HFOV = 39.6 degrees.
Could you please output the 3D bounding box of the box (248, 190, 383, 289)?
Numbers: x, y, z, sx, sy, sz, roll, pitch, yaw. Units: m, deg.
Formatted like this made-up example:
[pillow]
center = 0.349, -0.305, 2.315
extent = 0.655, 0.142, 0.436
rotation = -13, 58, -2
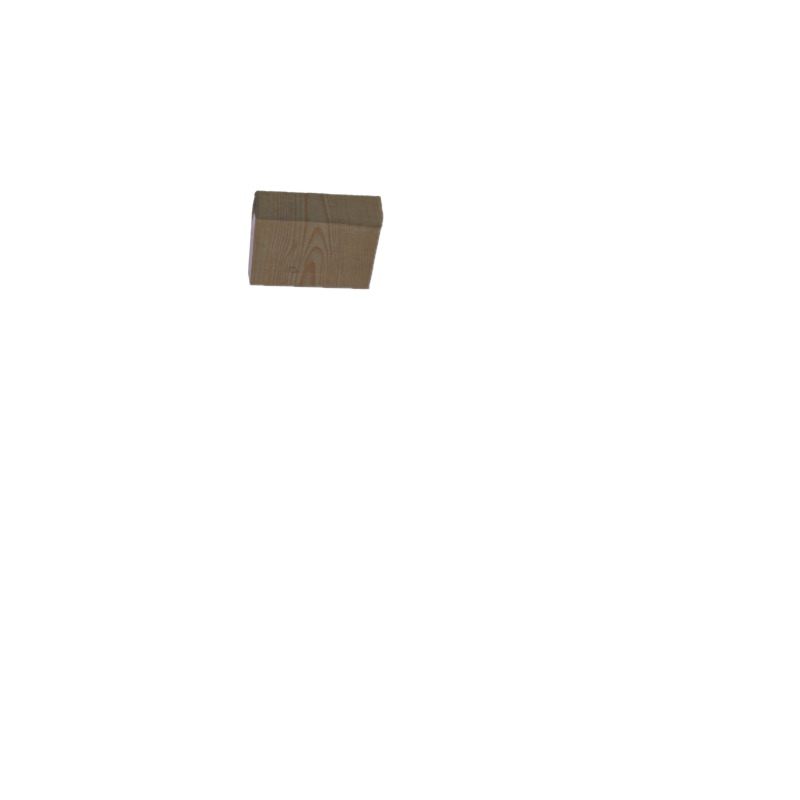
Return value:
[box]
center = -0.077, -0.140, 0.979
extent = 0.113, 0.042, 0.084
rotation = 4, -37, -6
